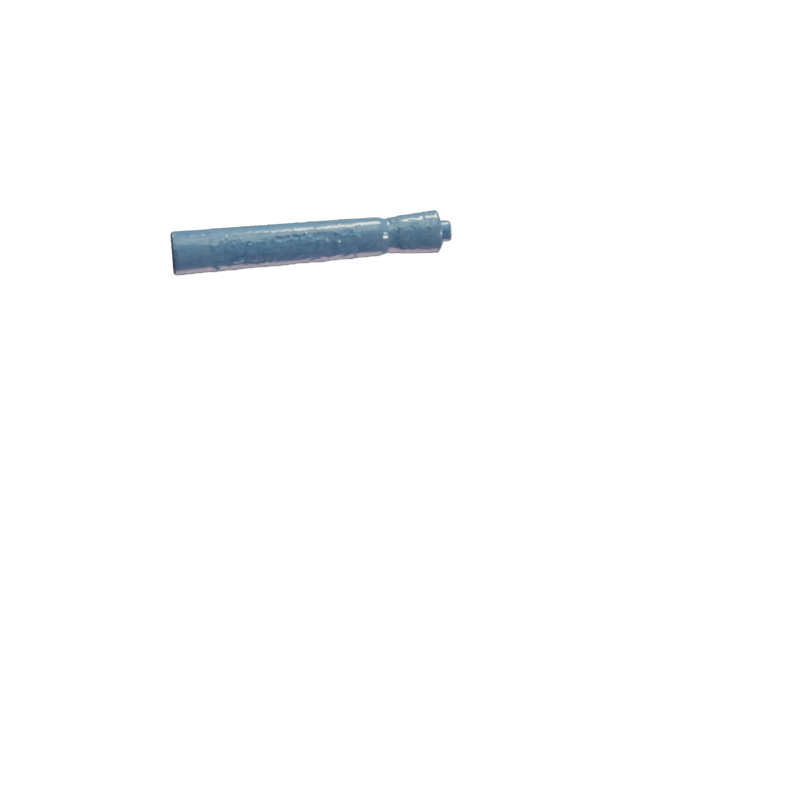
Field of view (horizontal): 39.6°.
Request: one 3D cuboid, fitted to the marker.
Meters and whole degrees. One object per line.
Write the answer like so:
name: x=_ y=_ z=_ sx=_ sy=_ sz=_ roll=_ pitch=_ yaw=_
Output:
marker: x=-0.037 y=-0.068 z=0.476 sx=0.120 sy=0.020 sz=0.020 roll=-6 pitch=5 yaw=-8
